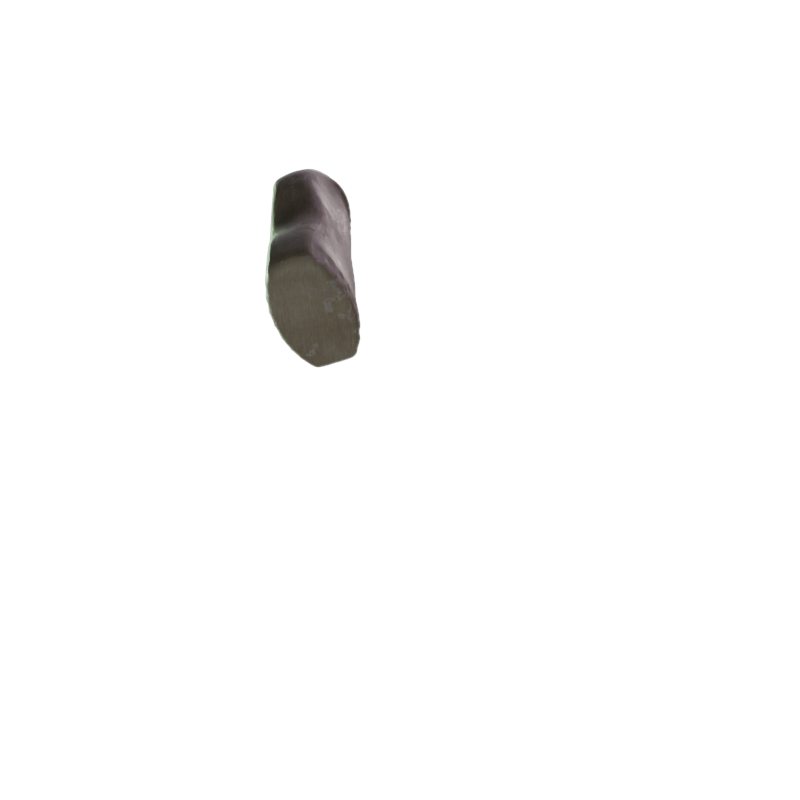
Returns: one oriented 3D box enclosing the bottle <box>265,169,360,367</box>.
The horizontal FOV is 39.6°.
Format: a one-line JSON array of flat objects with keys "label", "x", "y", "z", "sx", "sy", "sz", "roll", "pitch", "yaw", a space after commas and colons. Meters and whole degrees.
[{"label": "bottle", "x": -0.066, "y": -0.119, "z": 0.834, "sx": 0.059, "sy": 0.089, "sz": 0.205, "roll": -19, "pitch": 36, "yaw": 11}]
